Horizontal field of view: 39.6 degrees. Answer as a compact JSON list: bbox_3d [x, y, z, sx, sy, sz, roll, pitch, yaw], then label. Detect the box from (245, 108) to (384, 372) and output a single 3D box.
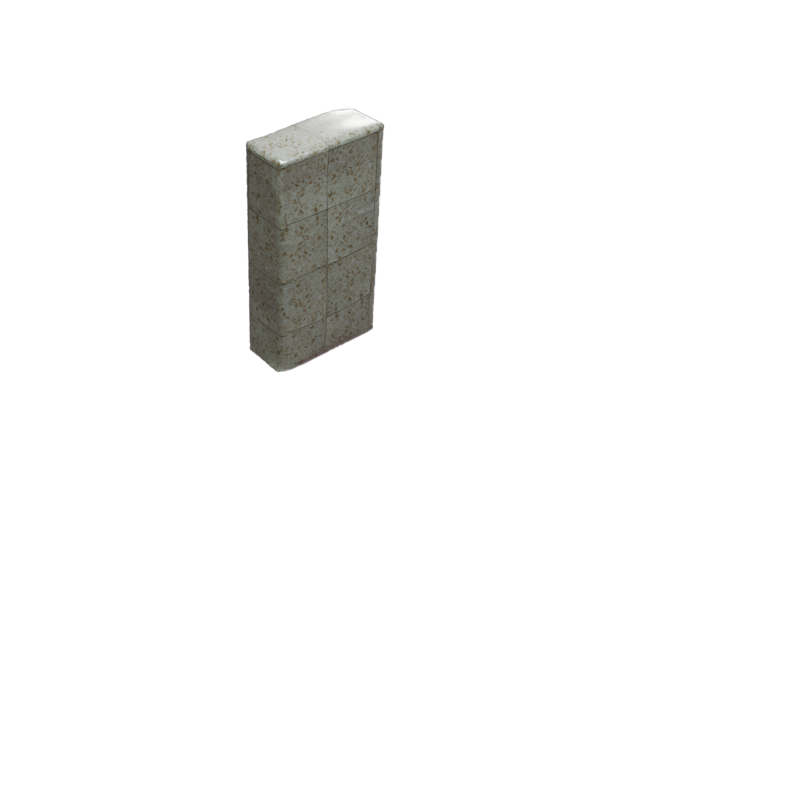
[{"bbox_3d":[-0.062,-0.112,0.785,0.093,0.165,0.051,-26,43,-35],"label":"box"}]
